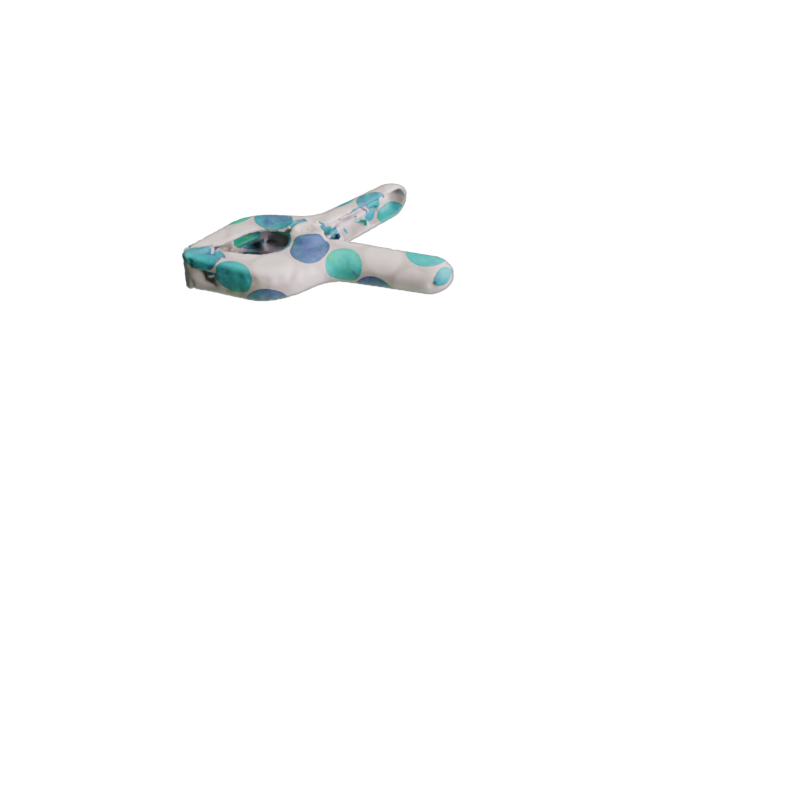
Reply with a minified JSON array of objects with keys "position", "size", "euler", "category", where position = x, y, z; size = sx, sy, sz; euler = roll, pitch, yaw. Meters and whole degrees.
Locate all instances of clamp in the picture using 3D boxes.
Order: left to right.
[{"position":[-0.058,-0.106,0.740],"size":[0.171,0.037,0.128],"euler":[-2,32,-4],"category":"clamp"}]
